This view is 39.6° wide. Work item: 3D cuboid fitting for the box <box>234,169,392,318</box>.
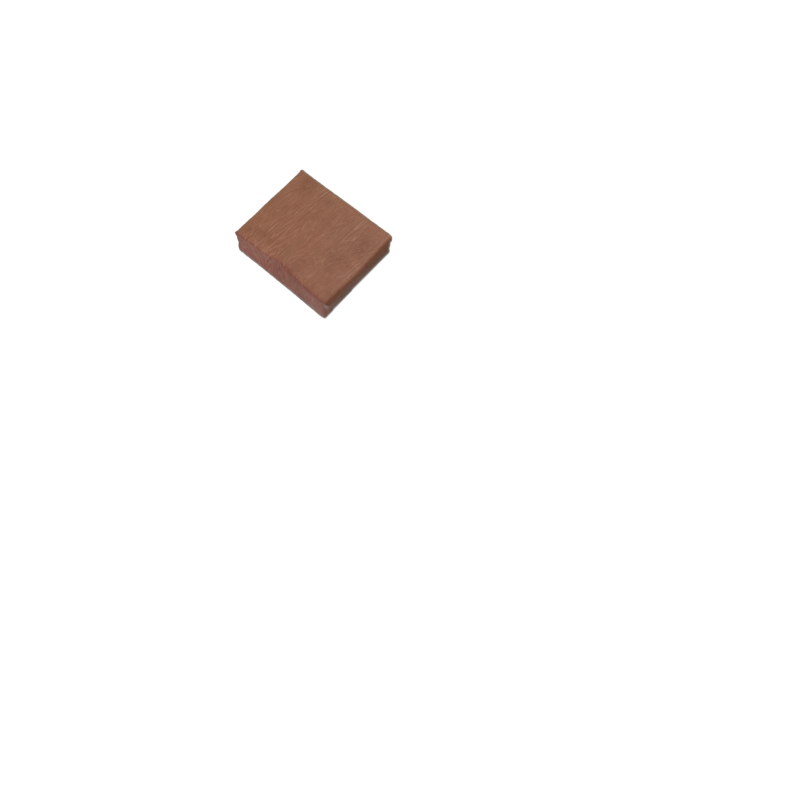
[{"bbox_3d":[-0.063,-0.115,0.802,0.093,0.074,0.028,38,-21,17],"label":"box"}]
